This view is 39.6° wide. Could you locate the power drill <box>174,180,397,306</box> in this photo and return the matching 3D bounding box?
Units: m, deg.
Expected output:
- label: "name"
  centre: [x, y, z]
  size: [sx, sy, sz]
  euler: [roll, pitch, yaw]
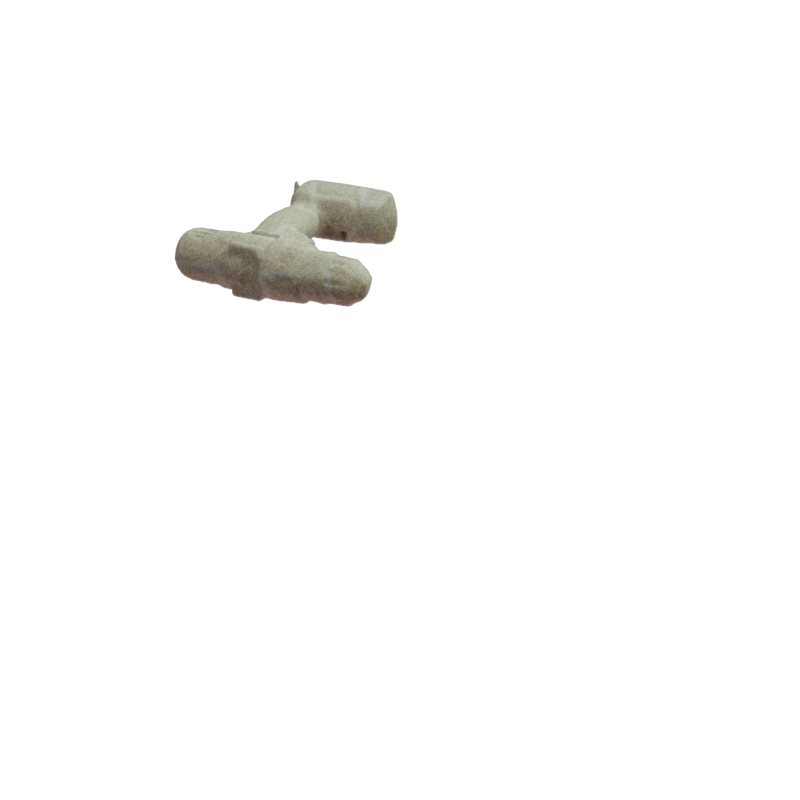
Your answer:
- label: "power drill"
  centre: [-0.076, -0.140, 0.977]
  size: [0.193, 0.055, 0.189]
  euler: [14, 29, 26]
